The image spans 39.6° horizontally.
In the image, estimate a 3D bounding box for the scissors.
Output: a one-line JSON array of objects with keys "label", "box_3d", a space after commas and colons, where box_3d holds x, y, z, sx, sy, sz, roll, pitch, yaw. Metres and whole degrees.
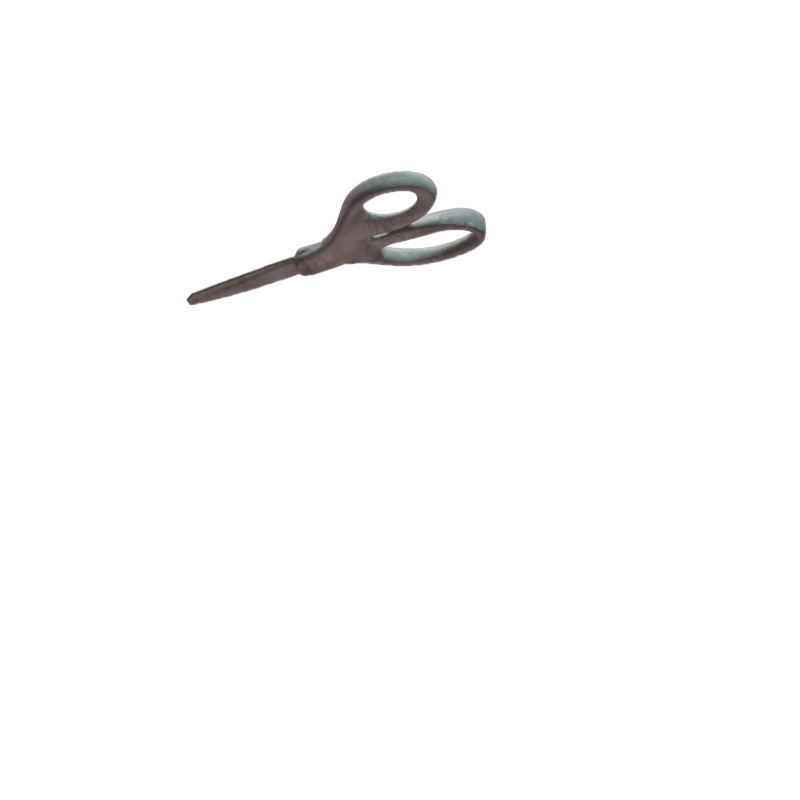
[{"label": "scissors", "box_3d": [-0.052, -0.094, 0.660, 0.204, 0.017, 0.089, -7, -27, 15]}]
